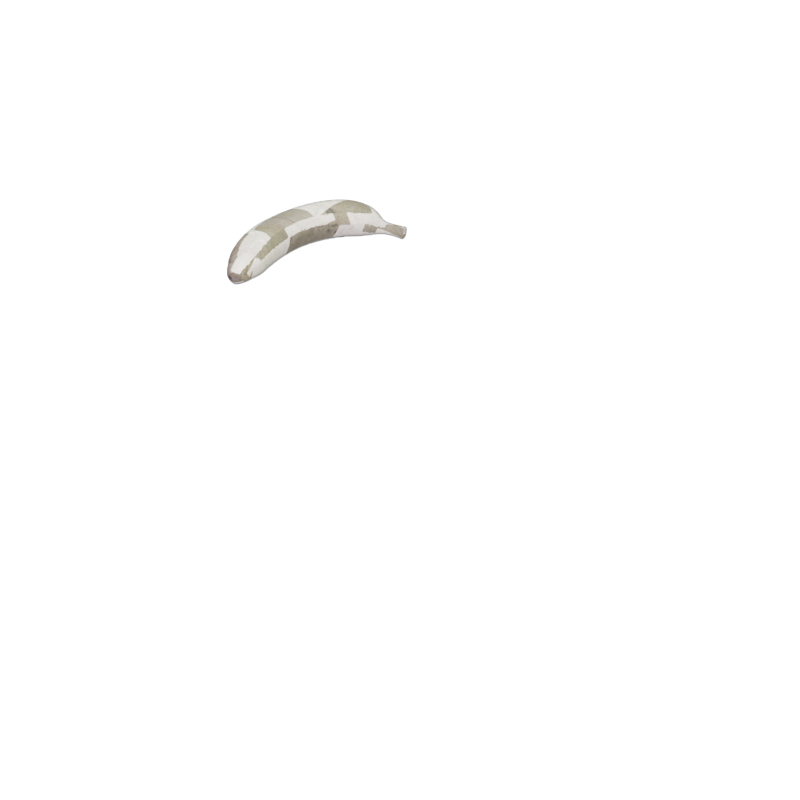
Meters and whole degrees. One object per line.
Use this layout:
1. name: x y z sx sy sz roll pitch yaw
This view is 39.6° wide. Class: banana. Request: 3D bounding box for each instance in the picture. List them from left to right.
1. banana: -0.087 -0.150 1.006 0.195 0.035 0.074 -23 36 -34
